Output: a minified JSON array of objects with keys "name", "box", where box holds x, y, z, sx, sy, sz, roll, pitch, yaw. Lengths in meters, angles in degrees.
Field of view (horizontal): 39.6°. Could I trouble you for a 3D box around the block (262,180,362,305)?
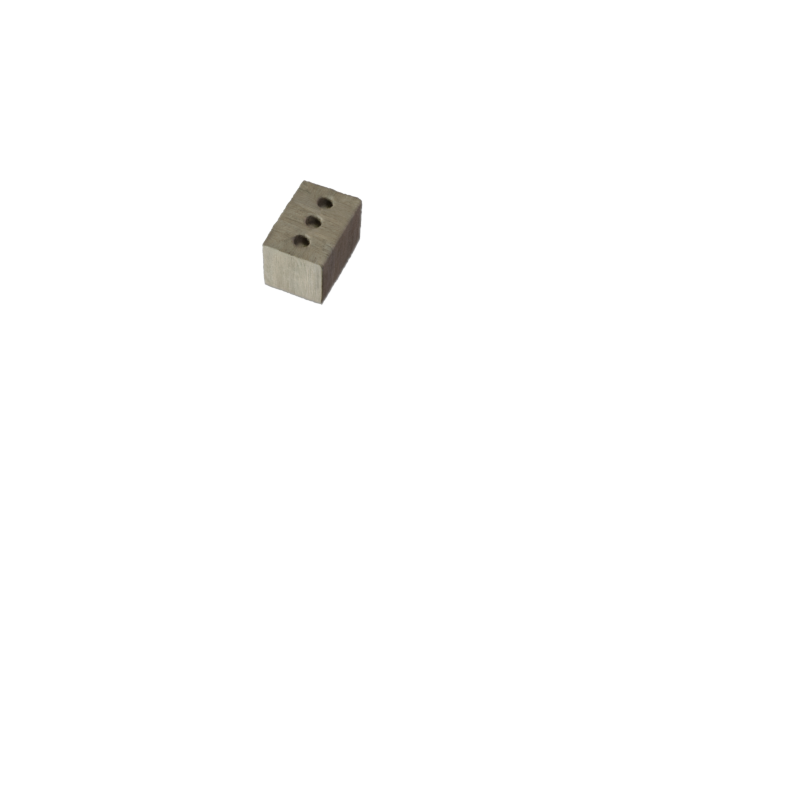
[{"name":"block","box":[-0.068,-0.125,0.875,0.054,0.081,0.048,19,-35,12]}]
